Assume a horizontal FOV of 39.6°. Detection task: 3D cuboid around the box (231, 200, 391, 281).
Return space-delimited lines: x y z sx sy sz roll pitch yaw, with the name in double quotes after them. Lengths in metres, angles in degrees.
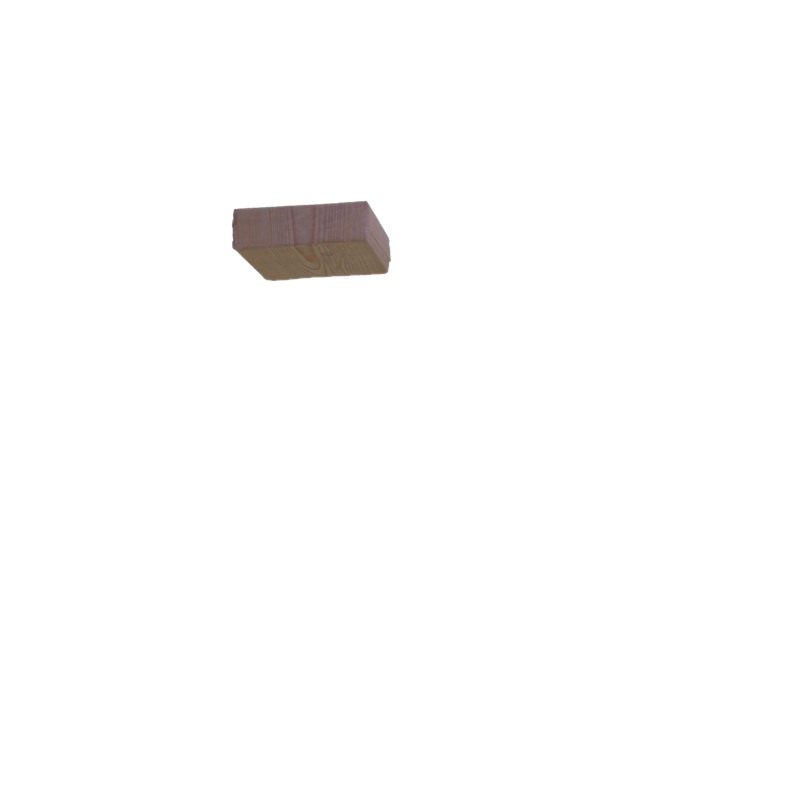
-0.071 -0.129 0.907 0.115 0.040 0.085 -3 -14 12 "box"
